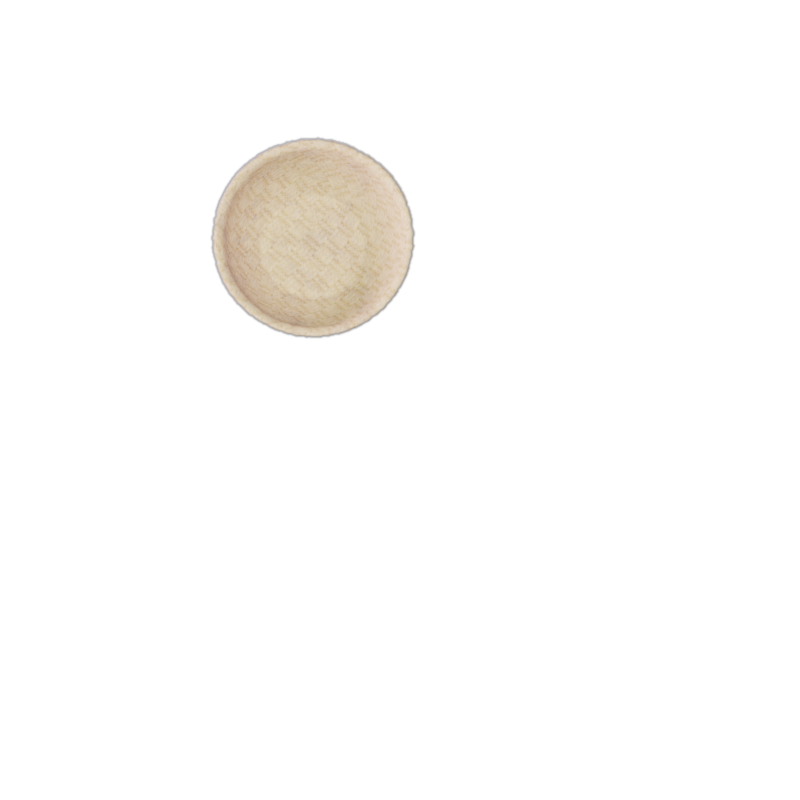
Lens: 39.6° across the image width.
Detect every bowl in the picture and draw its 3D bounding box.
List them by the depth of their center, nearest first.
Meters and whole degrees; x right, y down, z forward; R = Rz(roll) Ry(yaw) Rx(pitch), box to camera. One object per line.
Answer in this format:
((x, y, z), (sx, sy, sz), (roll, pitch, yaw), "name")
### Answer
((-0.072, -0.131, 0.914), (0.162, 0.166, 0.054), (0, -8, 0), "bowl")
